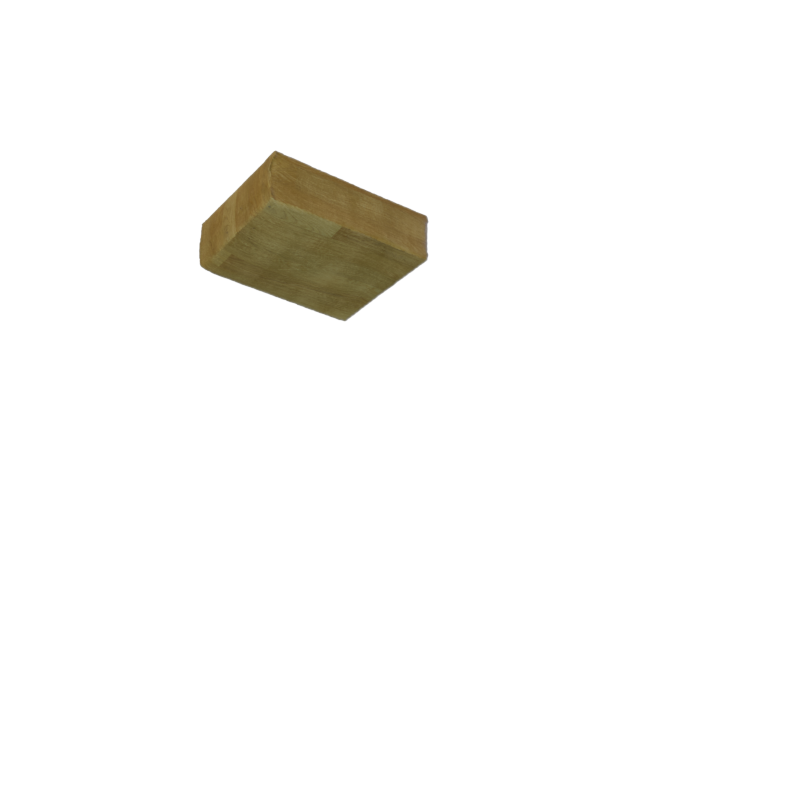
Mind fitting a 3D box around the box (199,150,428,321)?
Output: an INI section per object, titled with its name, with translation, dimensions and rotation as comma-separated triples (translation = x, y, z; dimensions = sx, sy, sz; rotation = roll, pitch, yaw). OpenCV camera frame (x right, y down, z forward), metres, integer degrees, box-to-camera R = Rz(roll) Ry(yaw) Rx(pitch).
[box]
translation = -0.053, -0.096, 0.674
dimensions = 0.108, 0.041, 0.089
rotation = 18, -34, -30
